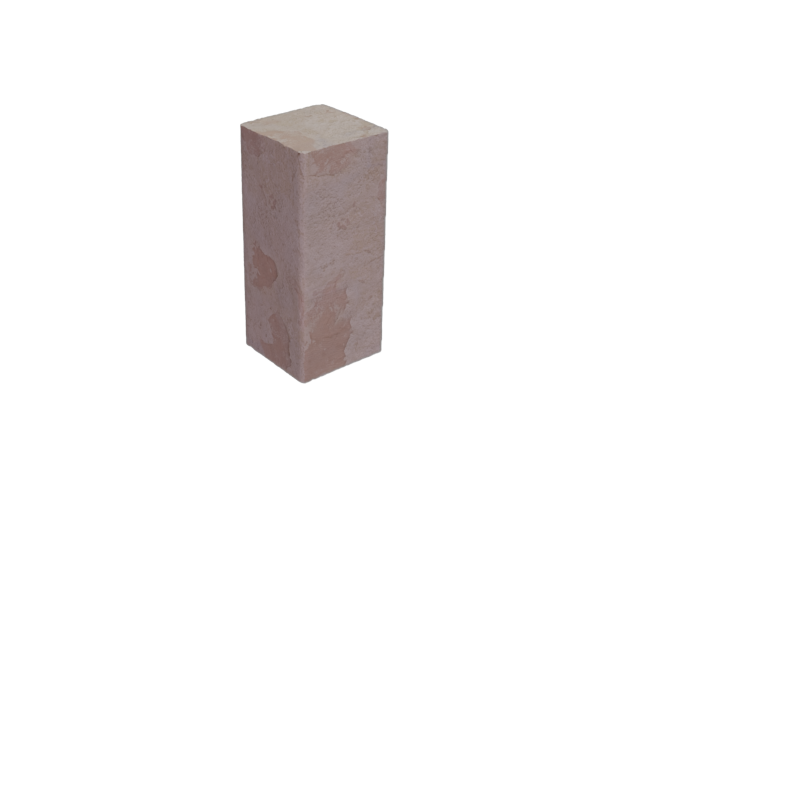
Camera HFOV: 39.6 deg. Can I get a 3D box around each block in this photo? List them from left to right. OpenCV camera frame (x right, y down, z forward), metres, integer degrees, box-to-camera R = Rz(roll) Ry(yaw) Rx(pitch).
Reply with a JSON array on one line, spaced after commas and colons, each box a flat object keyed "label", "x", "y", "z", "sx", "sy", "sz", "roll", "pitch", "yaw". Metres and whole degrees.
[{"label": "block", "x": -0.074, "y": -0.134, "z": 0.940, "sx": 0.090, "sy": 0.195, "sz": 0.096, "roll": -20, "pitch": 35, "yaw": -36}]
